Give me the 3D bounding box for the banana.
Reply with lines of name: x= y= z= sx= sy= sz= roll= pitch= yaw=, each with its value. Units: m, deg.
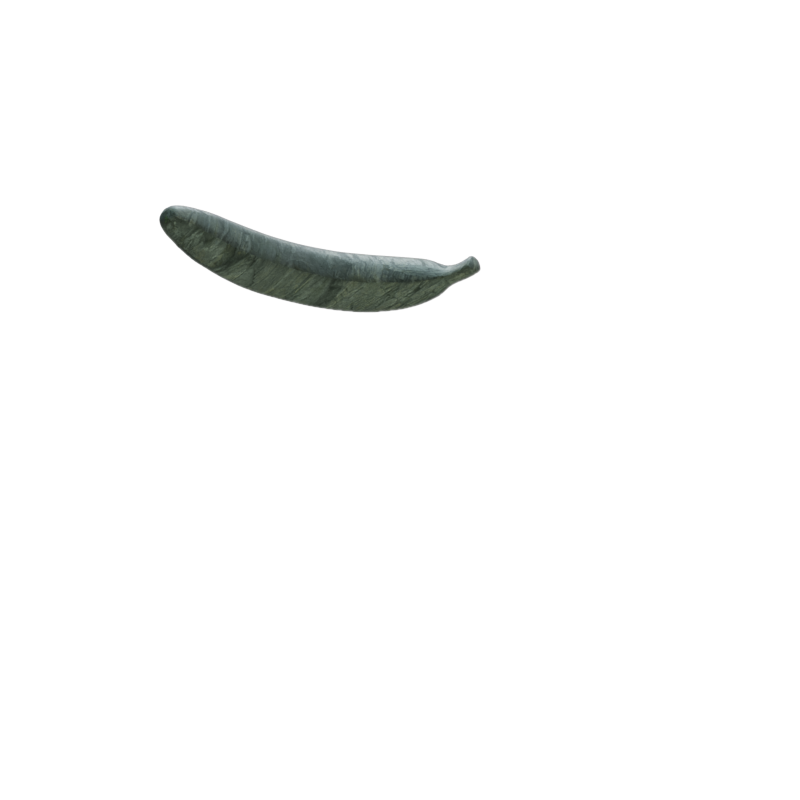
banana: x=-0.055 y=-0.087 z=0.698 sx=0.195 sy=0.039 sz=0.066 roll=7 pitch=-39 yaw=-9
